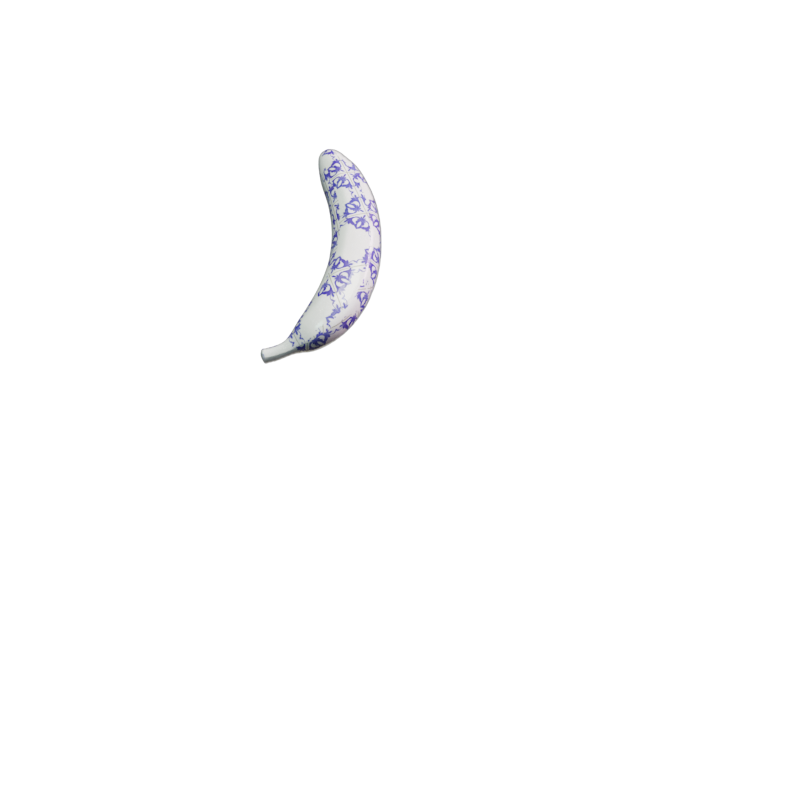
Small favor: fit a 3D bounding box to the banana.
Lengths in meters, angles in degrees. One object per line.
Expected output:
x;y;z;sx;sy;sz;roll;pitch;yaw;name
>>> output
-0.048;-0.111;0.826;0.070;0.209;0.034;9;-34;5;banana
